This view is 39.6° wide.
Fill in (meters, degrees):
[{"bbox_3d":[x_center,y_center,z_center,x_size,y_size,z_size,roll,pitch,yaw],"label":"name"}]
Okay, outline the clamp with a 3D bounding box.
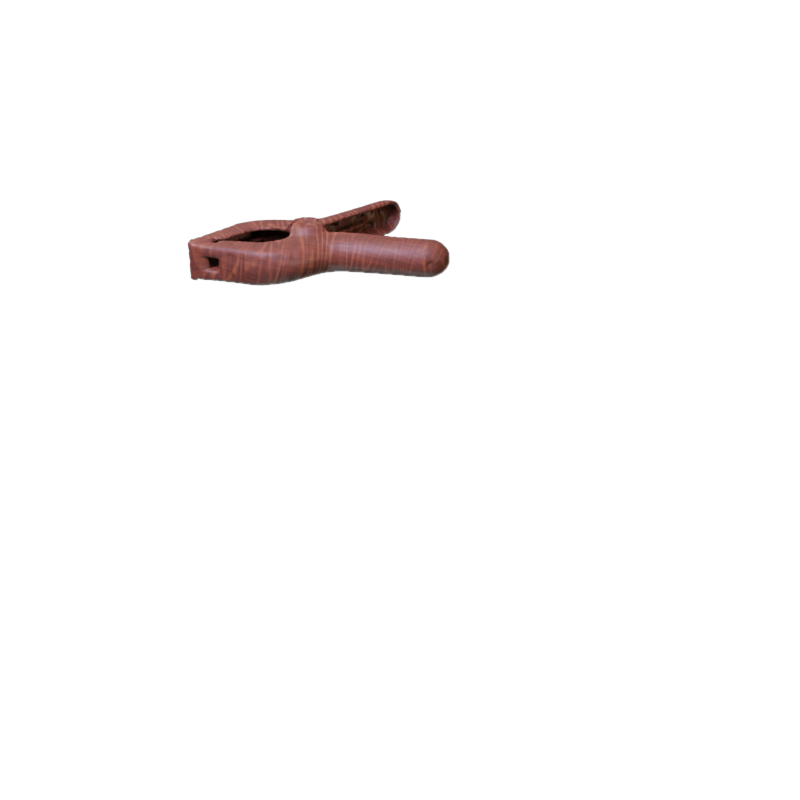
[{"bbox_3d":[-0.060,-0.110,0.770,0.170,0.038,0.125,-2,19,-6],"label":"clamp"}]
